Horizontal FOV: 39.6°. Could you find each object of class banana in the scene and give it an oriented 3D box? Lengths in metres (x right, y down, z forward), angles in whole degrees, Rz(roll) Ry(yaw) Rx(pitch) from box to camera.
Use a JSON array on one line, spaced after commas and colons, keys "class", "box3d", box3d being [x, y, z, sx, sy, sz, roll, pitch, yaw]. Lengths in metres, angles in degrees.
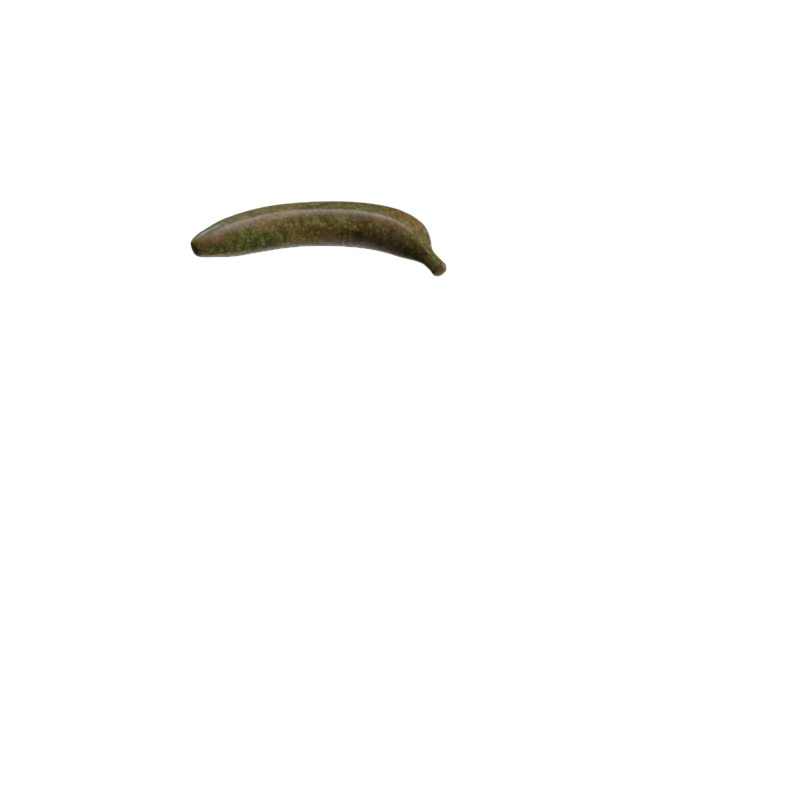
[{"class": "banana", "box3d": [-0.062, -0.132, 0.871, 0.199, 0.035, 0.073, 3, 30, 6]}]
